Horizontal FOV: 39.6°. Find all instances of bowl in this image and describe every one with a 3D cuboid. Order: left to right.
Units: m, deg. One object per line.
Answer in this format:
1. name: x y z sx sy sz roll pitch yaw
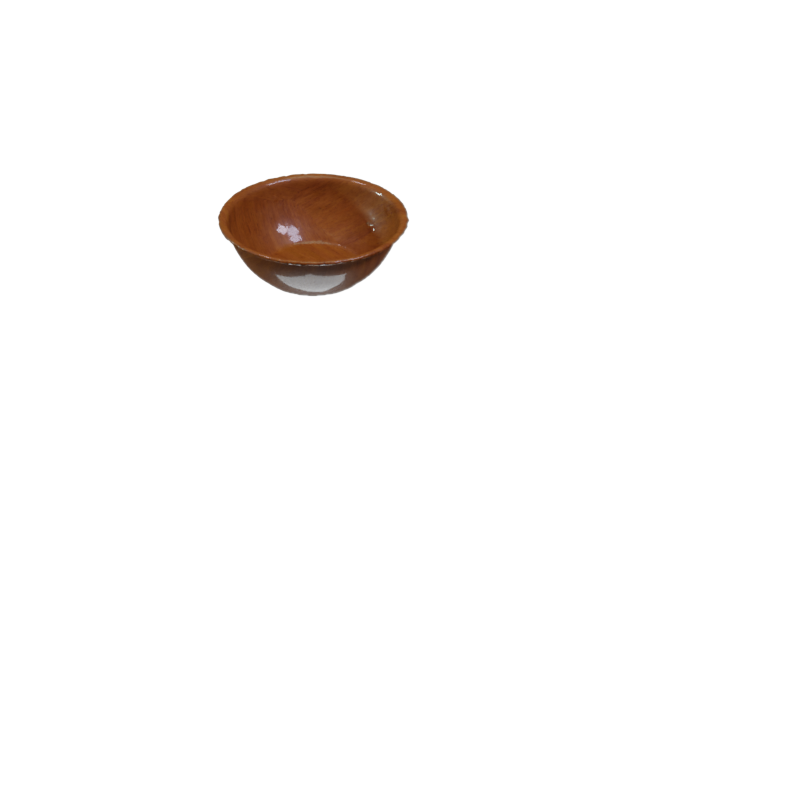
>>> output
1. bowl: -0.075 -0.137 0.956 0.162 0.052 0.173 -1 35 -2
